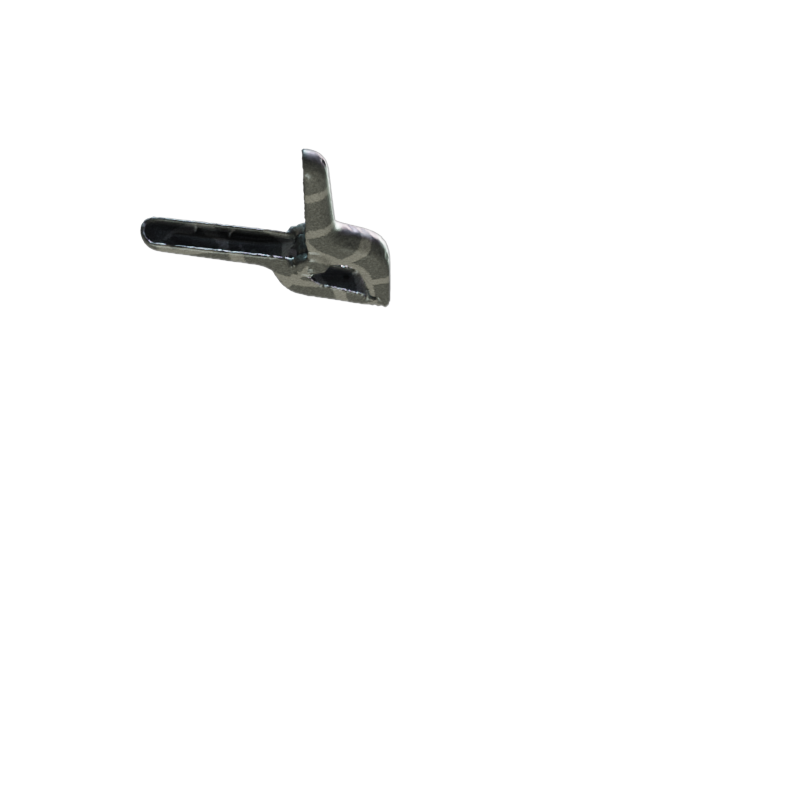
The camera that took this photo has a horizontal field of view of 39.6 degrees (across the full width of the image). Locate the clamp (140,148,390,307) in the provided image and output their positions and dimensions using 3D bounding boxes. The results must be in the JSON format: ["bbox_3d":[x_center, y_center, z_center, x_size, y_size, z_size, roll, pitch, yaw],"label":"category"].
[{"bbox_3d":[-0.065,-0.119,0.834,0.166,0.038,0.197,-19,-28,40],"label":"clamp"}]
